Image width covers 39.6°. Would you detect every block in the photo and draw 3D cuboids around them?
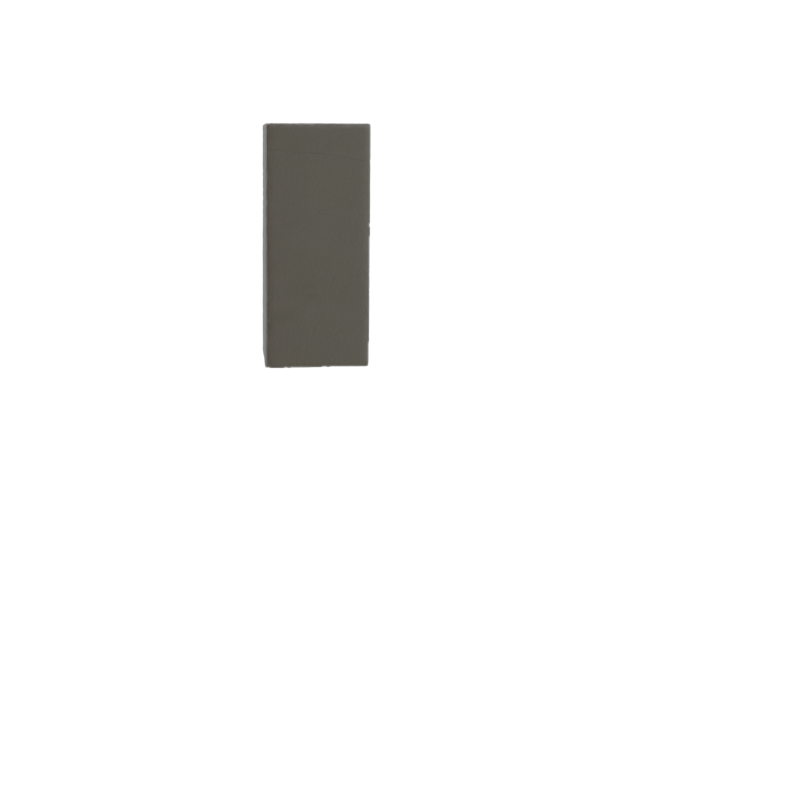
[{"bbox_3d":[-0.075,-0.139,0.971,0.089,0.204,0.093,0,6,-7],"label":"block"}]
